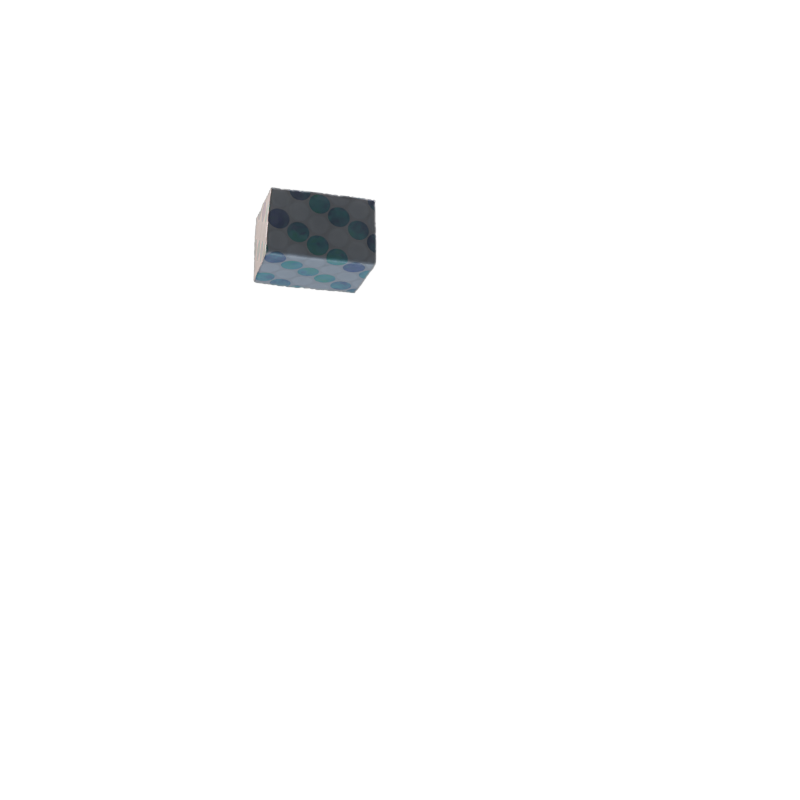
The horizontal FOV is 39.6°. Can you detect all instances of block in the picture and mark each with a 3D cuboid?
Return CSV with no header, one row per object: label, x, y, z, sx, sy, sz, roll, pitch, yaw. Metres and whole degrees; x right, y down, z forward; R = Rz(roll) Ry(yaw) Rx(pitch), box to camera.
block,-0.061,-0.111,0.777,0.076,0.054,0.051,5,-23,-15
